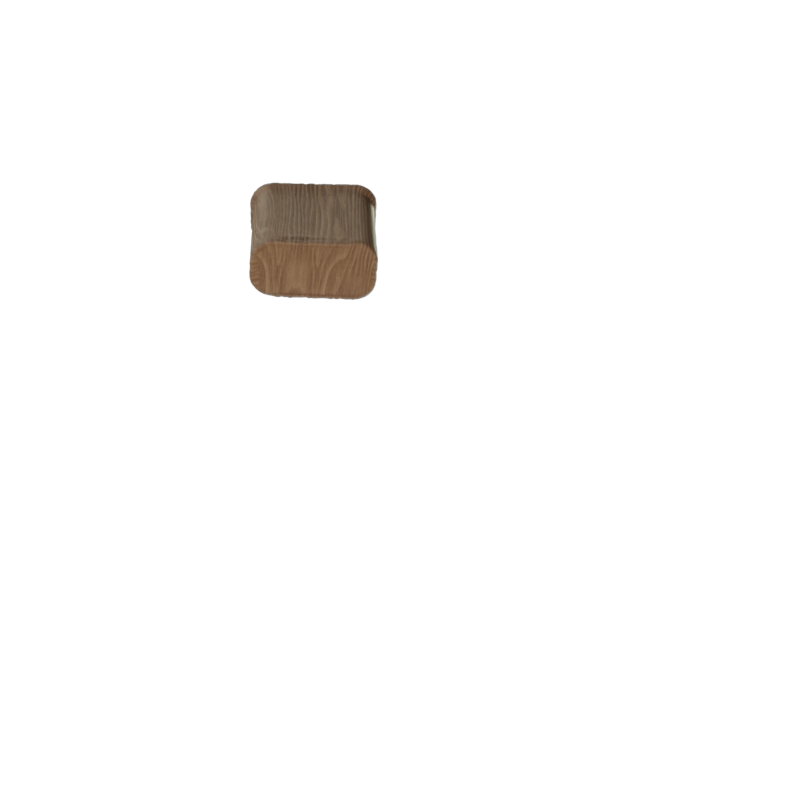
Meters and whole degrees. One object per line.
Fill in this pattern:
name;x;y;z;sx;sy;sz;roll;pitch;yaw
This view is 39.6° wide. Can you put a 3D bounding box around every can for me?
can;-0.068;-0.123;0.864;0.102;0.054;0.090;1;38;-3
